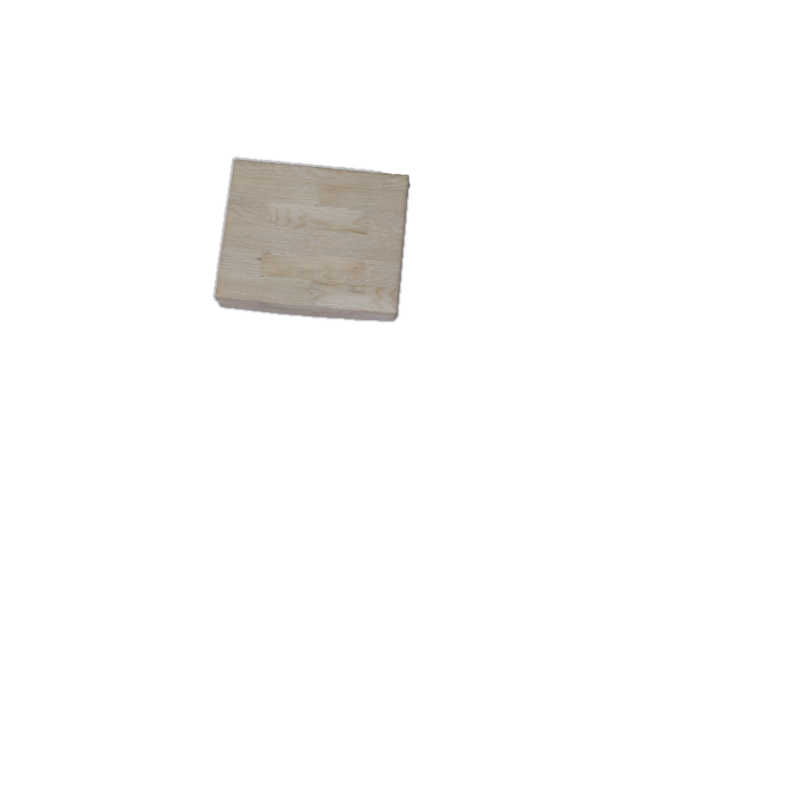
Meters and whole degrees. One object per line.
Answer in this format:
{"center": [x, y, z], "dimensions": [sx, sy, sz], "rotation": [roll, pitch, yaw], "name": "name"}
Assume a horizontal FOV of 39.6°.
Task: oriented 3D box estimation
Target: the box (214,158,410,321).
{"center": [-0.054, -0.098, 0.688], "dimensions": [0.114, 0.093, 0.038], "rotation": [6, -14, 1], "name": "box"}
